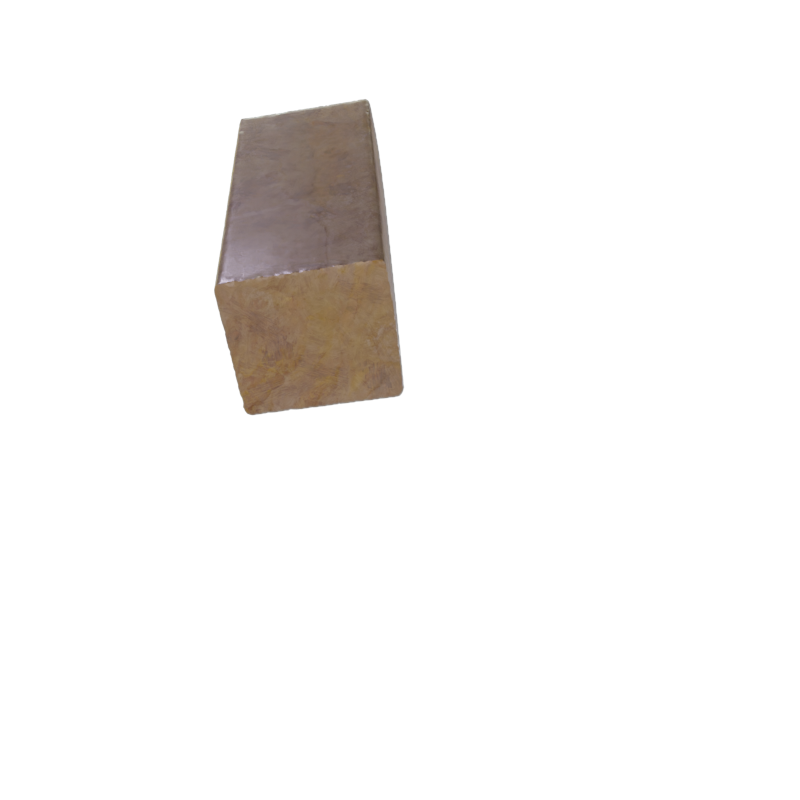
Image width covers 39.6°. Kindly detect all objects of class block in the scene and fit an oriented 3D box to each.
[{"bbox_3d":[-0.052,-0.095,0.670,0.091,0.084,0.220,-8,36,2],"label":"block"}]
